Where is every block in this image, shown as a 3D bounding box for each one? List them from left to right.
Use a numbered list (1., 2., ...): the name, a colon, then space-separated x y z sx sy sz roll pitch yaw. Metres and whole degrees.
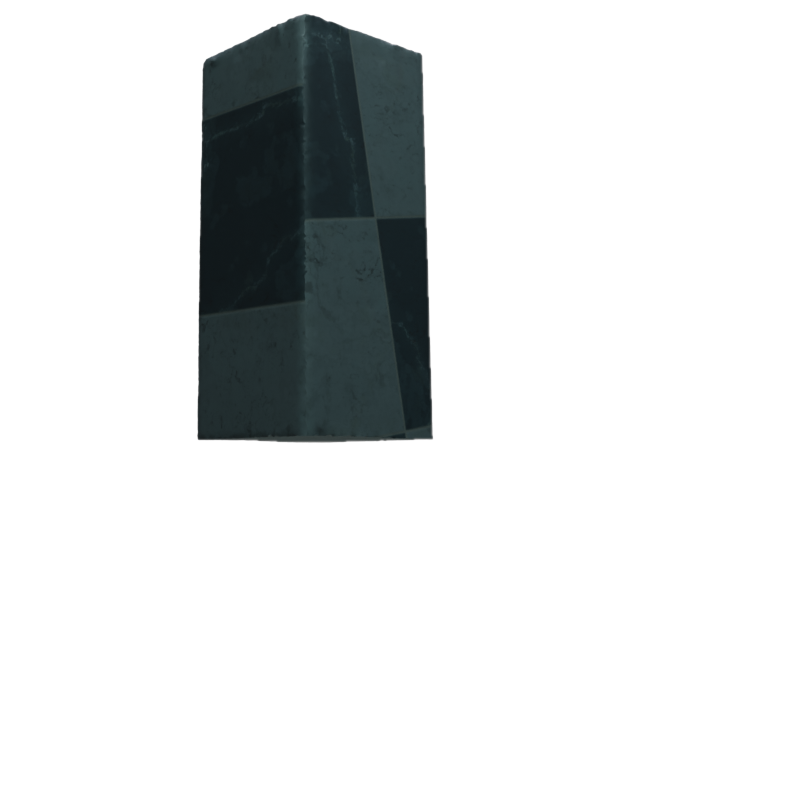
1. block: -0.046 -0.084 0.585 0.086 0.212 0.093 9 -14 -42
